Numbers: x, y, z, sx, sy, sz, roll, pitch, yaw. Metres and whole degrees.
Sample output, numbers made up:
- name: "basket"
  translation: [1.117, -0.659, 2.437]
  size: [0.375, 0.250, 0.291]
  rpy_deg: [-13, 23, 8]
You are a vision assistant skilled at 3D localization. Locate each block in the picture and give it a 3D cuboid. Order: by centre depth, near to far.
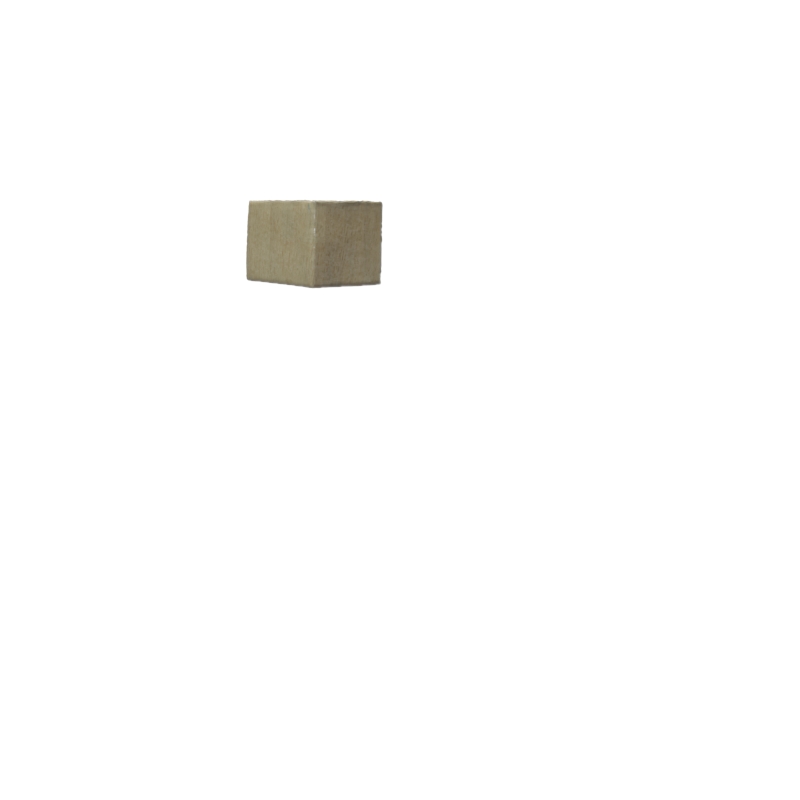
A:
- name: "block"
  translation: [-0.054, -0.098, 0.684]
  size: [0.051, 0.051, 0.081]
  rpy_deg: [-4, 9, -36]
